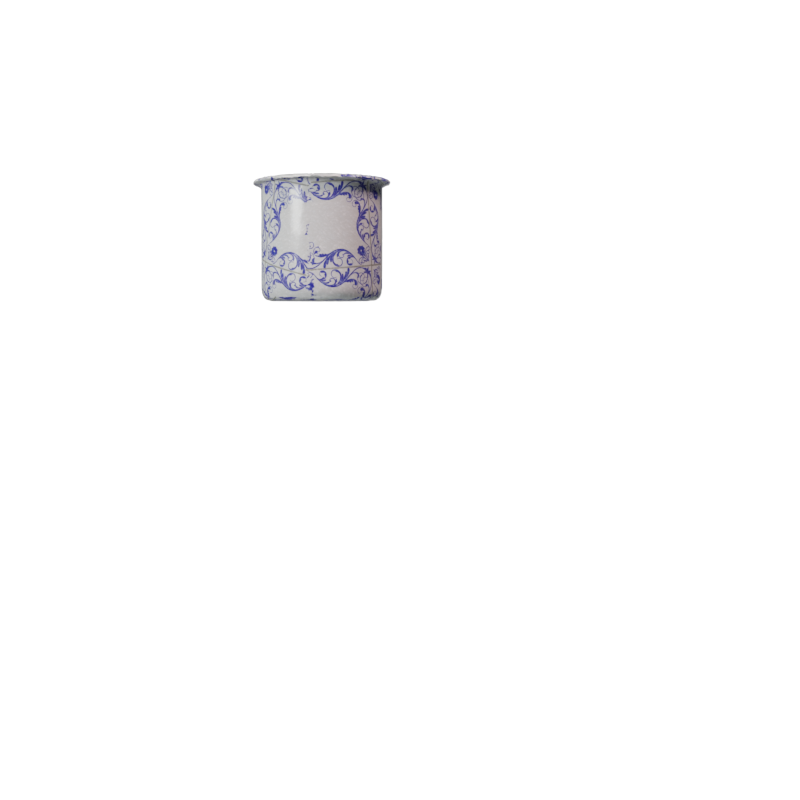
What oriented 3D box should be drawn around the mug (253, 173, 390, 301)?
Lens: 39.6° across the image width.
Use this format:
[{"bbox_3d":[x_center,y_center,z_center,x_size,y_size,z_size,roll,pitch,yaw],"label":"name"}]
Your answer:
[{"bbox_3d":[-0.060,-0.109,0.762,0.090,0.082,0.121,-1,2,-31],"label":"mug"}]
